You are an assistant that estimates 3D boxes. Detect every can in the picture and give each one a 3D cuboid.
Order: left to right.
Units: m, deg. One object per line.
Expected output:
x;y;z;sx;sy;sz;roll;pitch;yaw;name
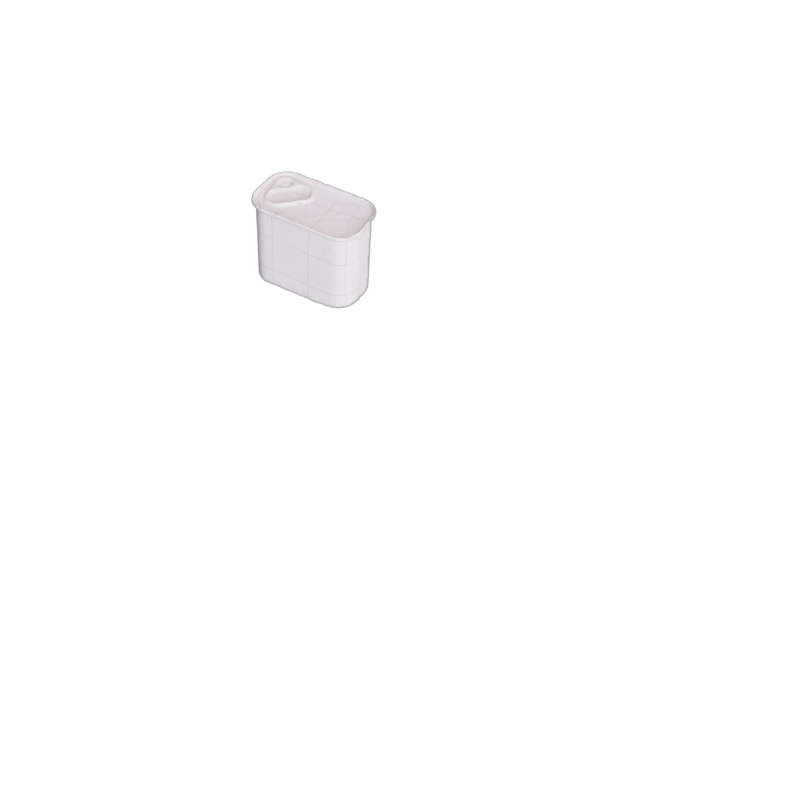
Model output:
-0.073;-0.133;0.931;0.106;0.078;0.059;24;49;21;can
